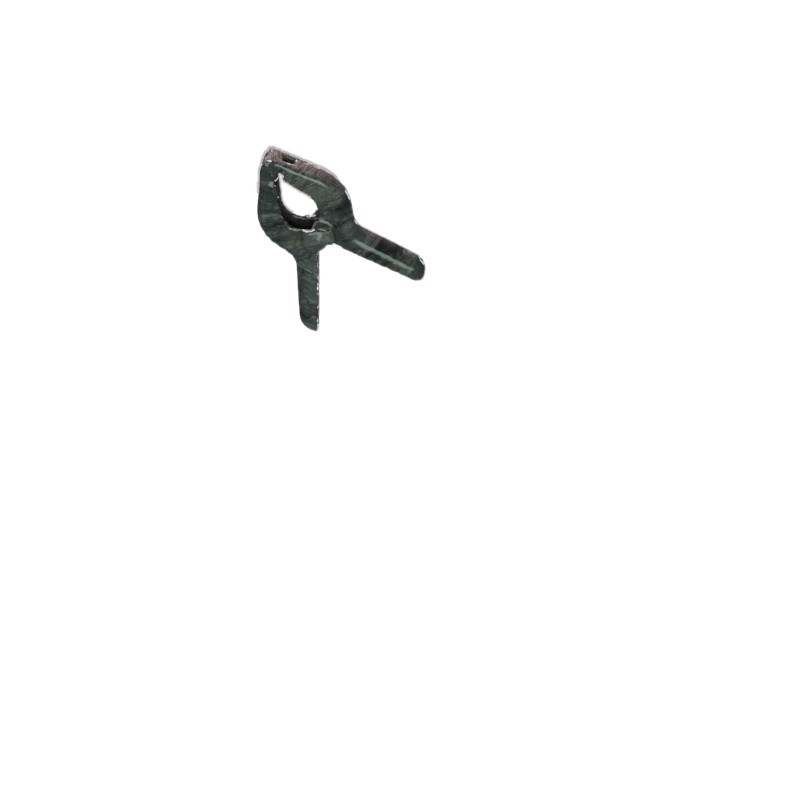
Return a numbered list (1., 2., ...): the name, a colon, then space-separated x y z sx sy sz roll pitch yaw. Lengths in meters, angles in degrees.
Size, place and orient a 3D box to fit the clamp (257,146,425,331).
1. clamp: -0.074 -0.134 0.939 0.119 0.163 0.041 -37 20 16
